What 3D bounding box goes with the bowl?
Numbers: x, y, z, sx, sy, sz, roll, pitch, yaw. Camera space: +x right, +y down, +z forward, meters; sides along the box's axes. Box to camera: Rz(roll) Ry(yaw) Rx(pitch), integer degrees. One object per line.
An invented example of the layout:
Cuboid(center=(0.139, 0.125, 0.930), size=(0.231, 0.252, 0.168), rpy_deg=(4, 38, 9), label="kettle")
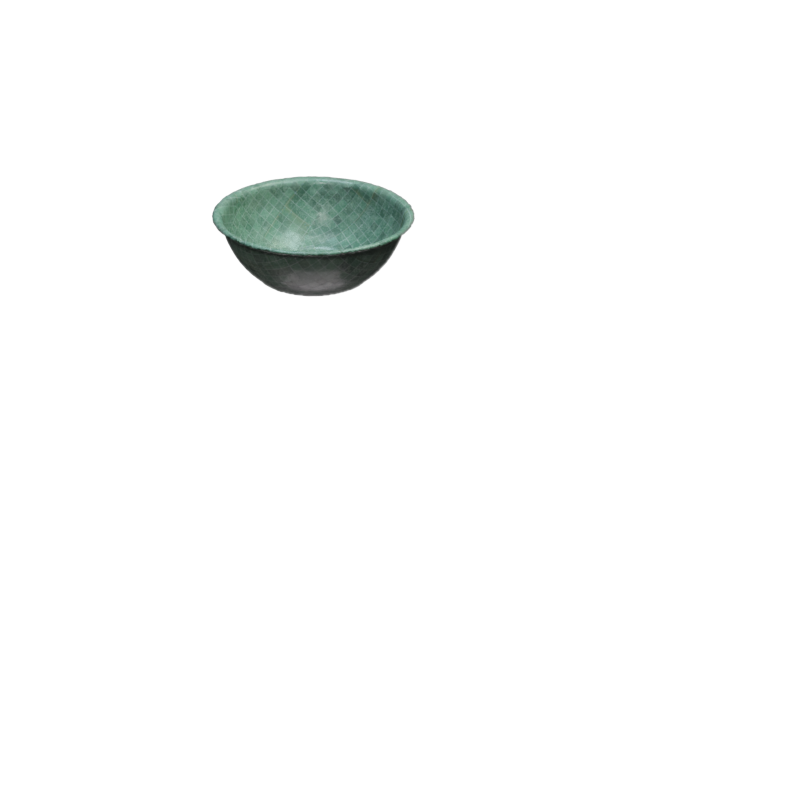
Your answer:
Cuboid(center=(-0.070, -0.128, 0.896), size=(0.162, 0.052, 0.172), rpy_deg=(-1, 29, -2), label="bowl")
